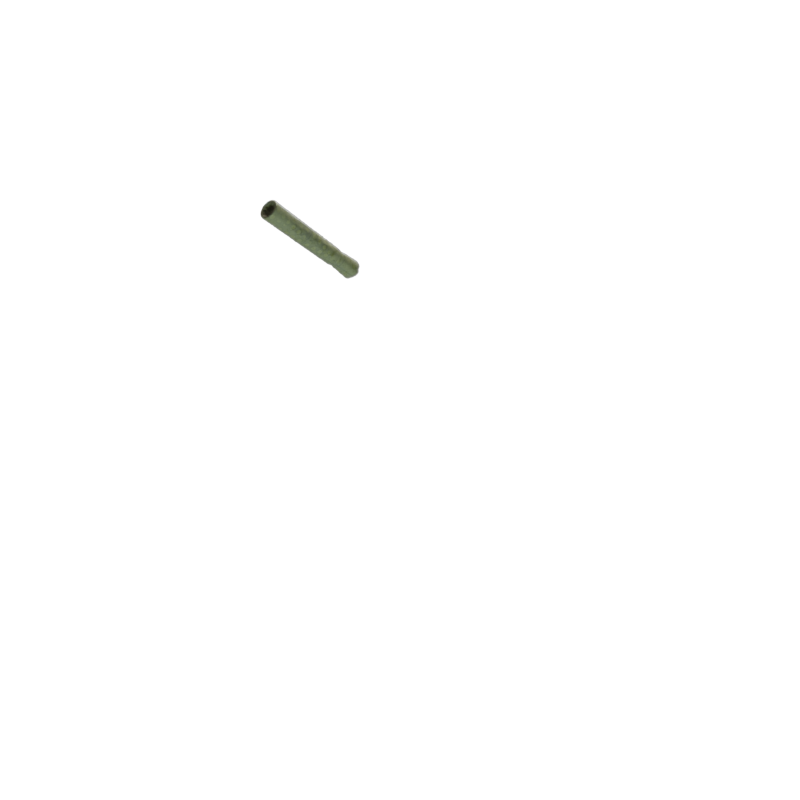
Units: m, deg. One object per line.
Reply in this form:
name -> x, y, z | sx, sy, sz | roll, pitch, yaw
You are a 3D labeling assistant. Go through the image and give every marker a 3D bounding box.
marker -> -0.077, -0.141, 0.987 | 0.021, 0.020, 0.113 | 3, -22, 45
